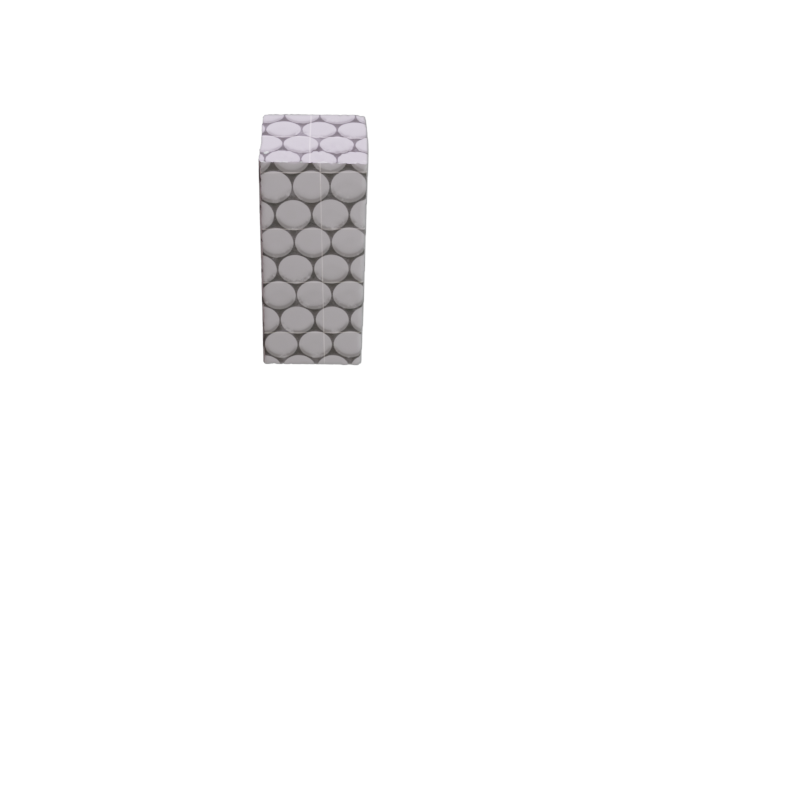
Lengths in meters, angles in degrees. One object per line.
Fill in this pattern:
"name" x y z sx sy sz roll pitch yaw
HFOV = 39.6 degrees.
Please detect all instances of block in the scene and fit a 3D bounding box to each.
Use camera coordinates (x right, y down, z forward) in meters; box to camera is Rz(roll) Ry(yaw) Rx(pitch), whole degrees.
"block" -0.076 -0.140 0.977 0.090 0.193 0.096 1 36 -2
